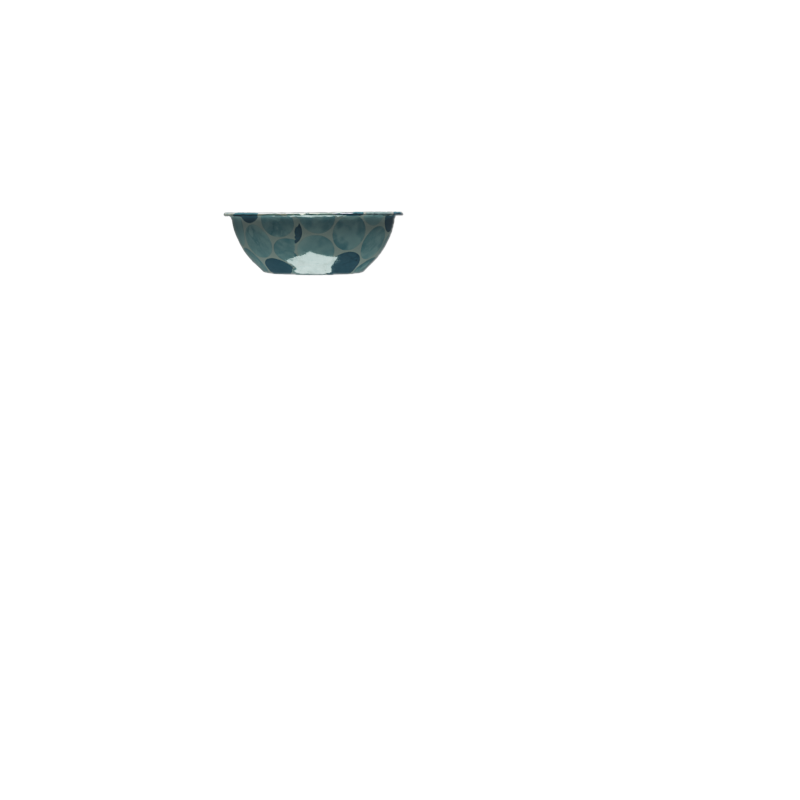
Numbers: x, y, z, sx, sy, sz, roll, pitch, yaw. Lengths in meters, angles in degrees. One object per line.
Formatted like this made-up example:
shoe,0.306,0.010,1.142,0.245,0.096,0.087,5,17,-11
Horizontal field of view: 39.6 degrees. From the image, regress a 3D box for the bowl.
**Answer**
bowl,-0.078,-0.142,0.998,0.162,0.054,0.165,0,9,-2
